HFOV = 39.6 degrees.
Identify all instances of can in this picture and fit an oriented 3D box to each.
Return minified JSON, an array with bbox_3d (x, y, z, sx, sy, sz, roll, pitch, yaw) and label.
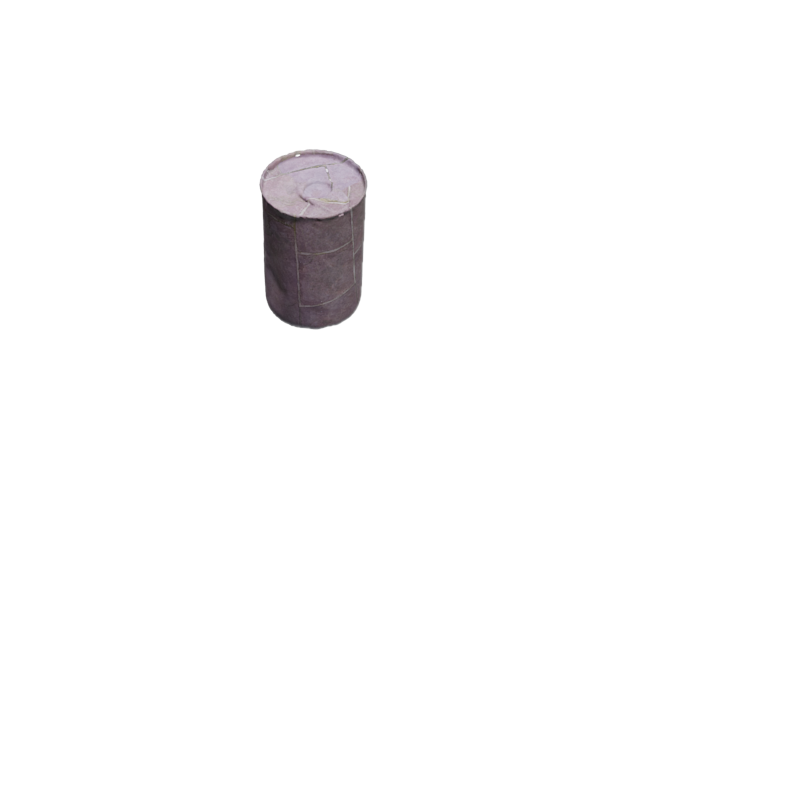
[{"bbox_3d":[-0.057,-0.104,0.731,0.068,0.074,0.095,0,-44,-3],"label":"can"}]
